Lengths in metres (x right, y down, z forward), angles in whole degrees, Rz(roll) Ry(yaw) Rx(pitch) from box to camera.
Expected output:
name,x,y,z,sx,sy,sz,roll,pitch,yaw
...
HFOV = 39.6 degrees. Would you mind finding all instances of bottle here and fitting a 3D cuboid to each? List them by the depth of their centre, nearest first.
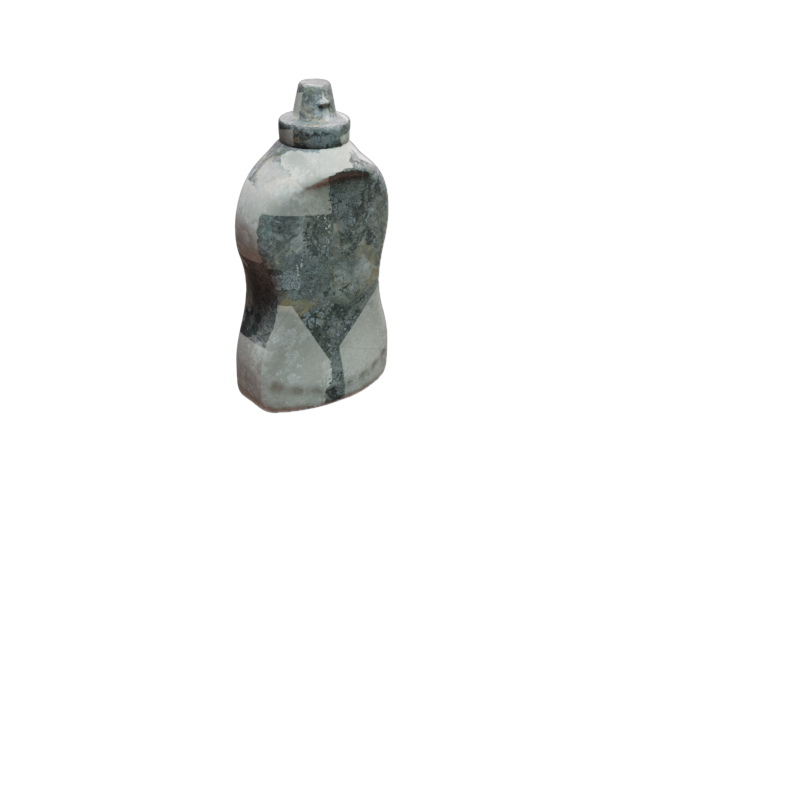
name,x,y,z,sx,sy,sz,roll,pitch,yaw
bottle,-0.051,-0.093,0.652,0.094,0.183,0.062,-14,27,-33
